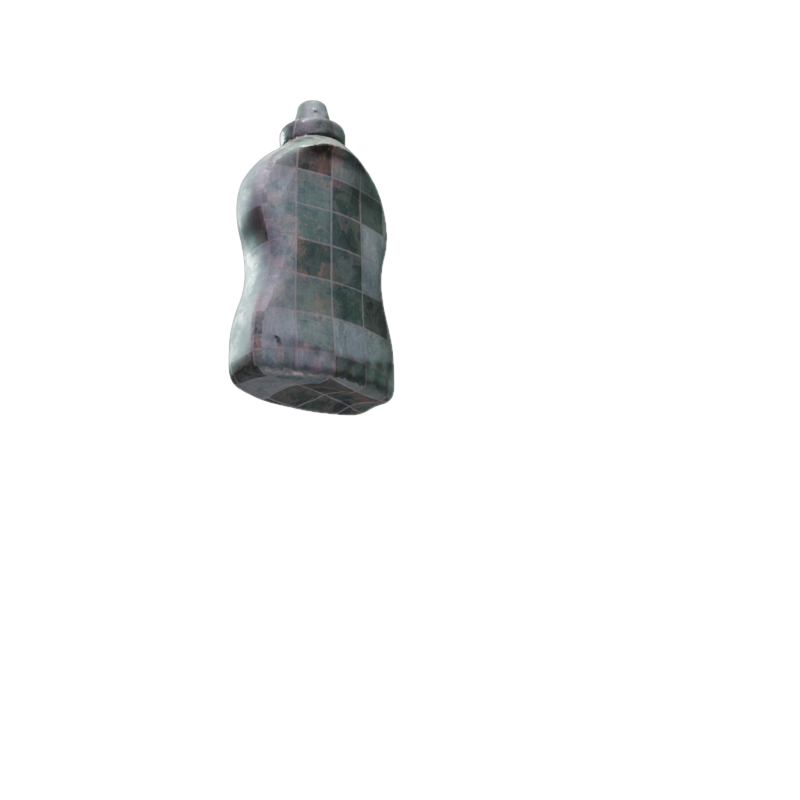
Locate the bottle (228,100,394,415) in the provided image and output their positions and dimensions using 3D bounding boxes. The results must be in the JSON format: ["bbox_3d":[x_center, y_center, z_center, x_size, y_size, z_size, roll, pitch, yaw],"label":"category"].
[{"bbox_3d":[-0.051,-0.093,0.653,0.091,0.203,0.058,15,-30,-32],"label":"bottle"}]
